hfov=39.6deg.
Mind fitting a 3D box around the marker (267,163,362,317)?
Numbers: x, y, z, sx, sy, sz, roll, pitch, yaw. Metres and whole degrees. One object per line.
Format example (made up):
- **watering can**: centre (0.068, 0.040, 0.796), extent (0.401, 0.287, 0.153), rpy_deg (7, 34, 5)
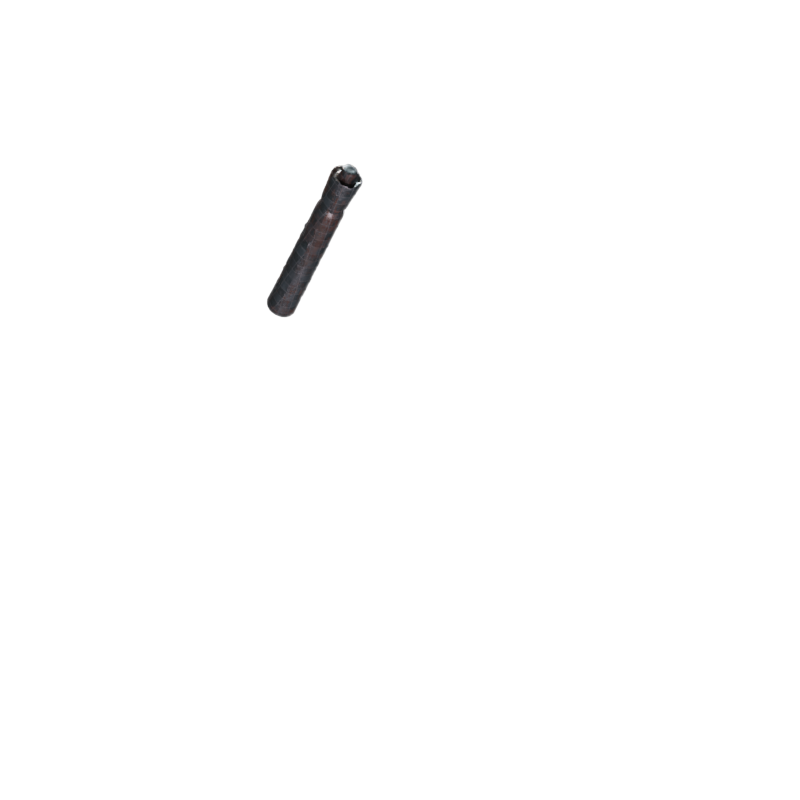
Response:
- **marker**: centre (-0.051, -0.094, 0.655), extent (0.019, 0.021, 0.116), rpy_deg (-1, -36, -31)
